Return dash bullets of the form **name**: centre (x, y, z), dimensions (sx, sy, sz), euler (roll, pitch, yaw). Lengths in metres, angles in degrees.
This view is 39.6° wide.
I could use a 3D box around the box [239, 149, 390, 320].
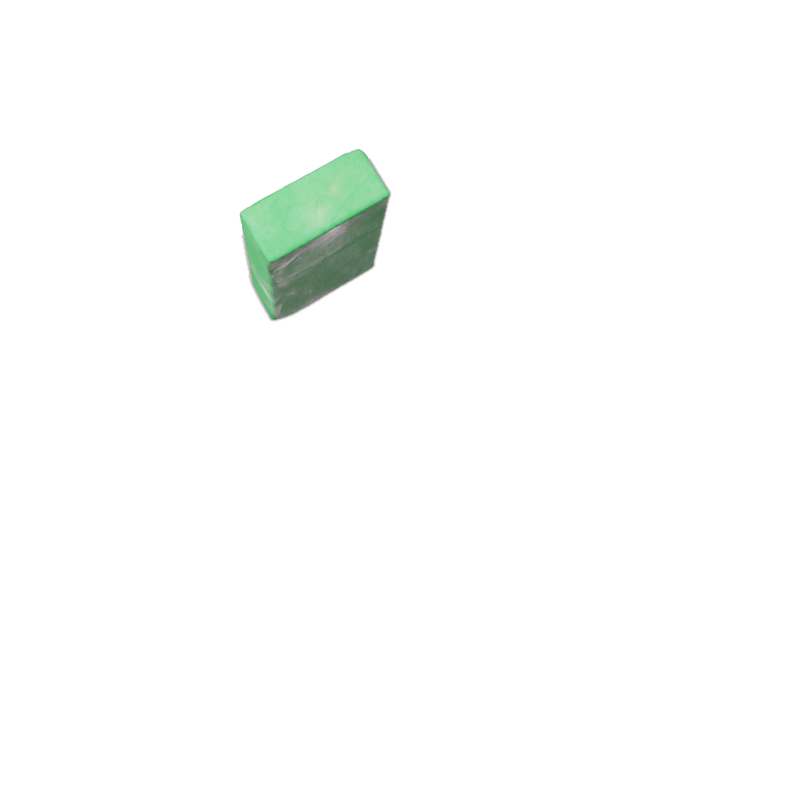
- **box**: centre (-0.061, -0.112, 0.783), dimensions (0.093, 0.050, 0.170), euler (-31, -8, -10)
